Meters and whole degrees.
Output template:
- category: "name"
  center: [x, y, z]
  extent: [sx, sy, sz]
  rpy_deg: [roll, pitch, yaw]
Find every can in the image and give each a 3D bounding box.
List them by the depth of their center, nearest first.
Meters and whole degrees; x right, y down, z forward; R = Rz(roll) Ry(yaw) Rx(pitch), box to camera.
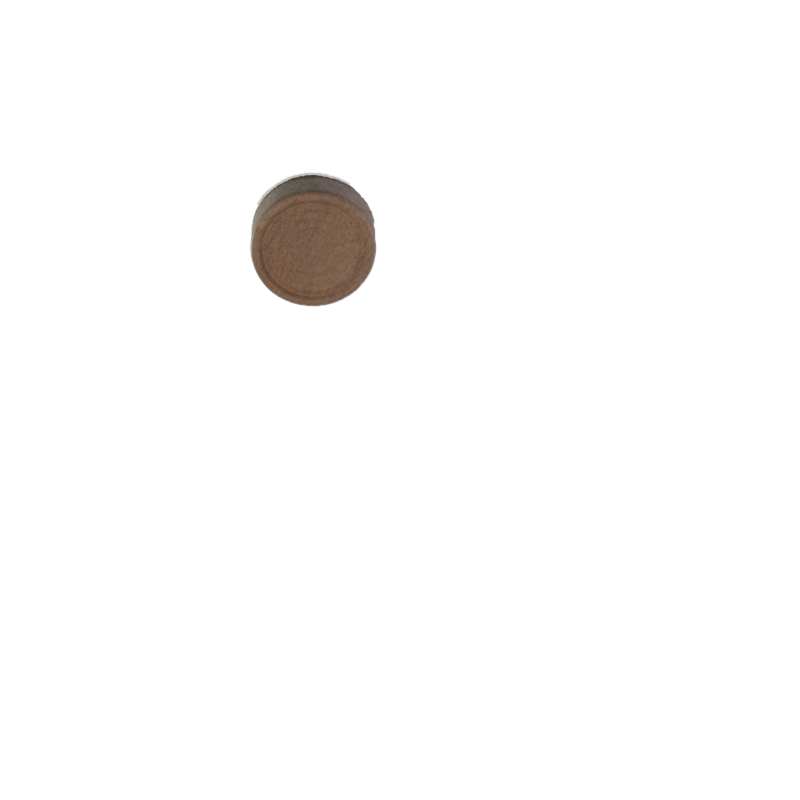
- category: "can"
  center: [-0.059, -0.107, 0.752]
  extent: [0.086, 0.081, 0.035]
  rpy_deg: [1, 25, -1]
